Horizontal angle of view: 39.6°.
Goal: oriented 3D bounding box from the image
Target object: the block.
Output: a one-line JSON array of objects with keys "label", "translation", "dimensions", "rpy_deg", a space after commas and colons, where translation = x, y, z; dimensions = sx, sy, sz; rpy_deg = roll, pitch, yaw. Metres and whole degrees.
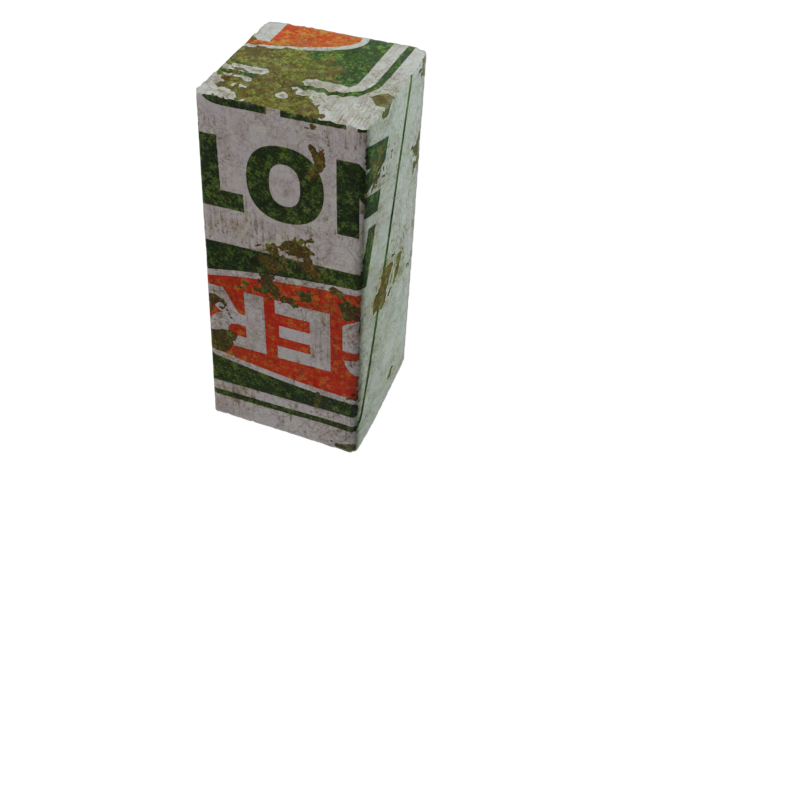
[{"label": "block", "translation": [-0.046, -0.086, 0.598], "dimensions": [0.093, 0.192, 0.094], "rpy_deg": [15, 40, 15]}]
